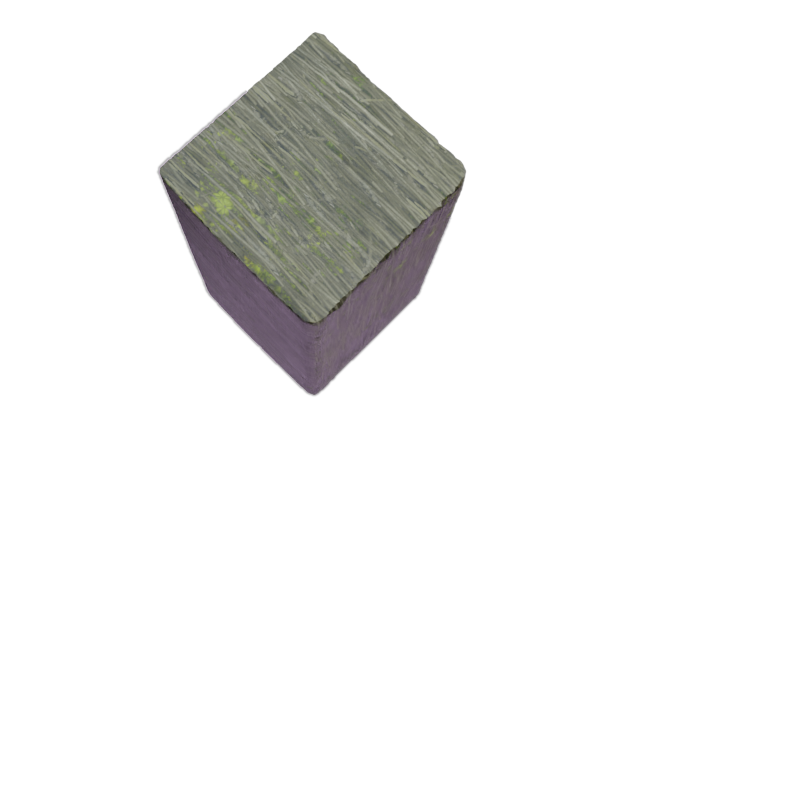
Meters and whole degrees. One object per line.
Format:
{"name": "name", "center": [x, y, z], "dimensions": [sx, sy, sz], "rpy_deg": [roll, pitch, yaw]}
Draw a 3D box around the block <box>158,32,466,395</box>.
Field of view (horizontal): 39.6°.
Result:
{"name": "block", "center": [-0.041, -0.075, 0.532], "dimensions": [0.091, 0.092, 0.201], "rpy_deg": [-44, -4, -9]}
